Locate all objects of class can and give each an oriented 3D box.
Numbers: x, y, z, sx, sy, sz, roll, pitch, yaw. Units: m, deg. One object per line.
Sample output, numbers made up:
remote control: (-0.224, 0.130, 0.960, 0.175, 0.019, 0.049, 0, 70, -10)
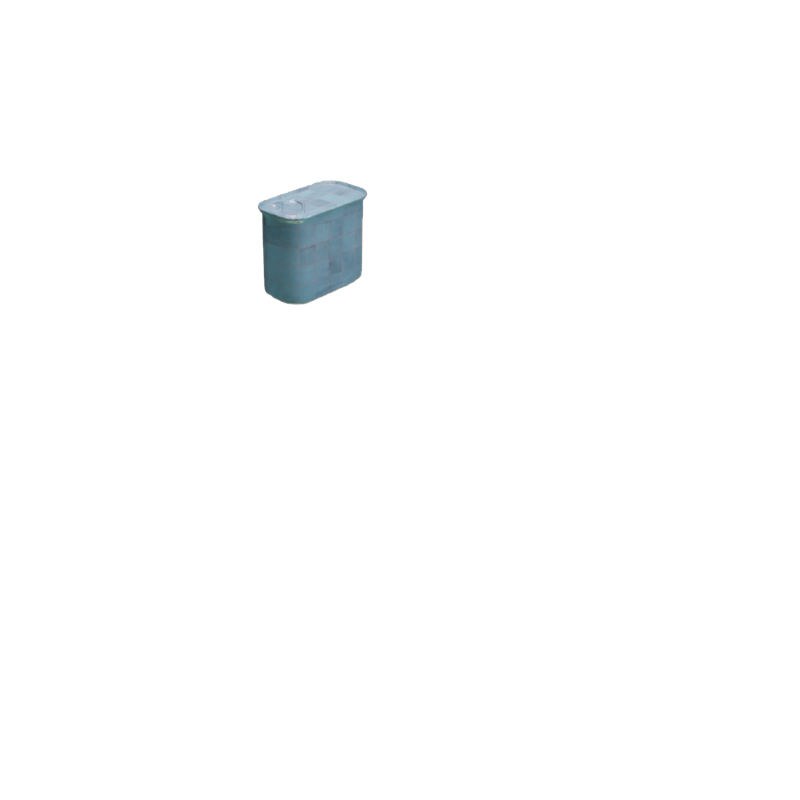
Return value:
can: (-0.078, -0.142, 0.993, 0.061, 0.079, 0.101, 21, 33, 36)
